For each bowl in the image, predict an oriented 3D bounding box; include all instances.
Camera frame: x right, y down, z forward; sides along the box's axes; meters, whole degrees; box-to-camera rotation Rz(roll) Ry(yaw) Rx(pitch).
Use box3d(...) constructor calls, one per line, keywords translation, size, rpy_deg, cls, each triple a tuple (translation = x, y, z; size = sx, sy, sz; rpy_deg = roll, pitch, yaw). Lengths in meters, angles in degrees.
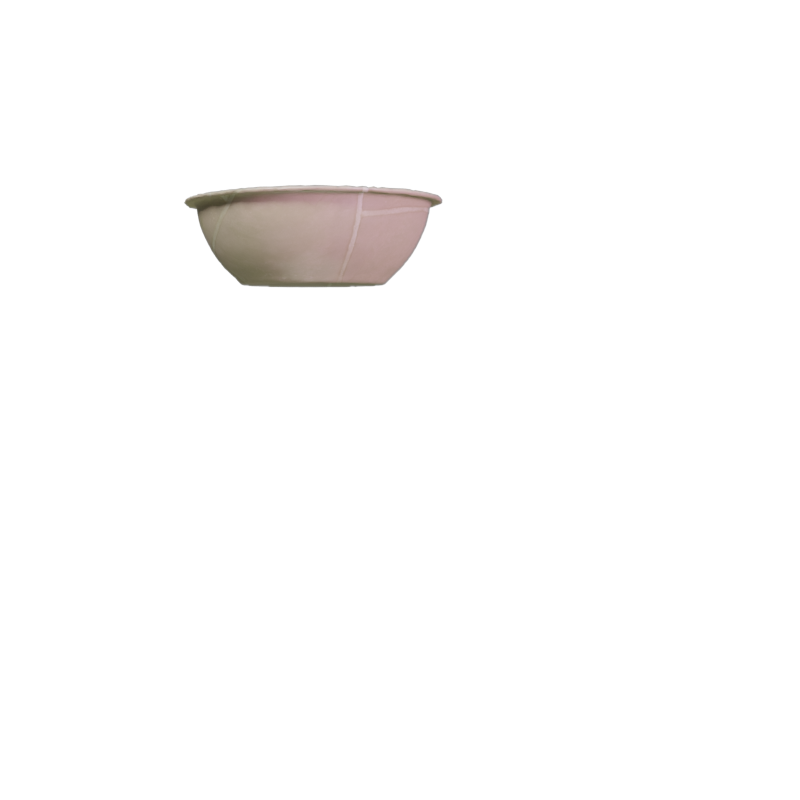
box3d(translation=(-0.055, -0.100, 0.698), size=(0.162, 0.055, 0.162), rpy_deg=(0, 3, -2), cls="bowl")
